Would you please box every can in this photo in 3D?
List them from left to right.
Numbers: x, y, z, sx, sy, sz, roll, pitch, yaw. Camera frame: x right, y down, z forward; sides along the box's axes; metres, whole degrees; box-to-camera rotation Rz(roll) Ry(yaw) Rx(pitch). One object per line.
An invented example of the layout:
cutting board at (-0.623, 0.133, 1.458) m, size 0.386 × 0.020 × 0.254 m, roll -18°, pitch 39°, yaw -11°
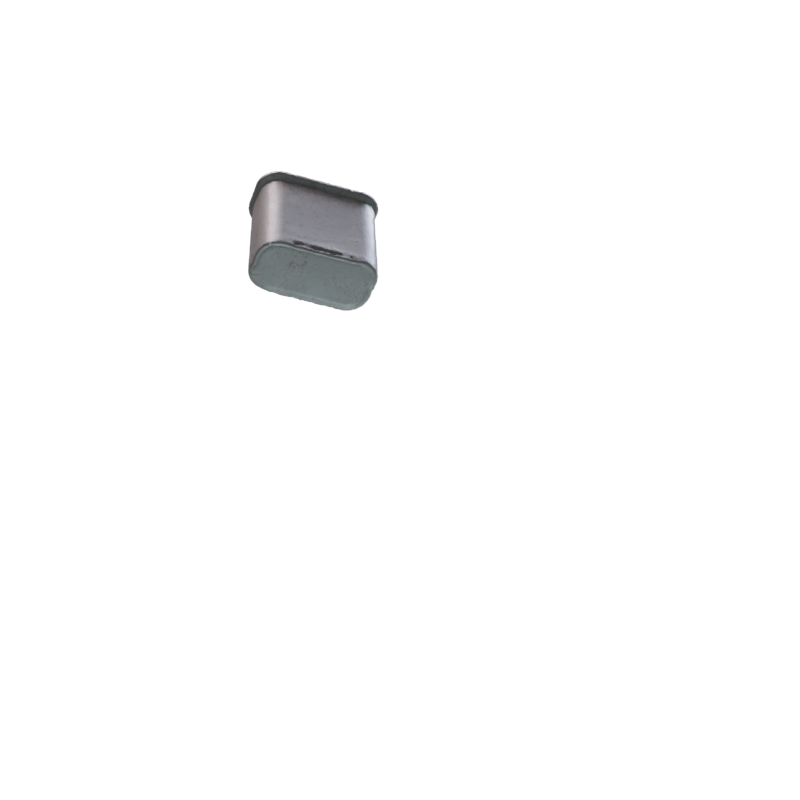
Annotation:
can at (-0.068, -0.123, 0.864) m, size 0.099 × 0.090 × 0.055 m, roll 13°, pitch -47°, yaw -14°
